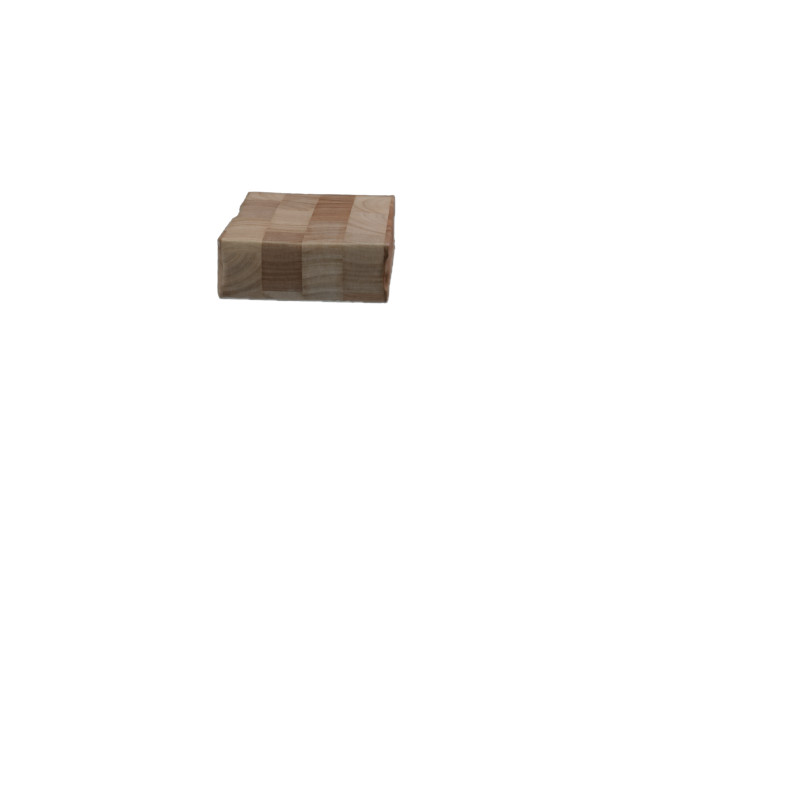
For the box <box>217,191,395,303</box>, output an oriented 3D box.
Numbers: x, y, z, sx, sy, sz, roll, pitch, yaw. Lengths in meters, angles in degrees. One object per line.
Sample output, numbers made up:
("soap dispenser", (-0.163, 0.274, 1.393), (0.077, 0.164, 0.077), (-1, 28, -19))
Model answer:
("box", (-0.039, -0.072, 0.503), (0.074, 0.029, 0.093), (2, 23, 3))
